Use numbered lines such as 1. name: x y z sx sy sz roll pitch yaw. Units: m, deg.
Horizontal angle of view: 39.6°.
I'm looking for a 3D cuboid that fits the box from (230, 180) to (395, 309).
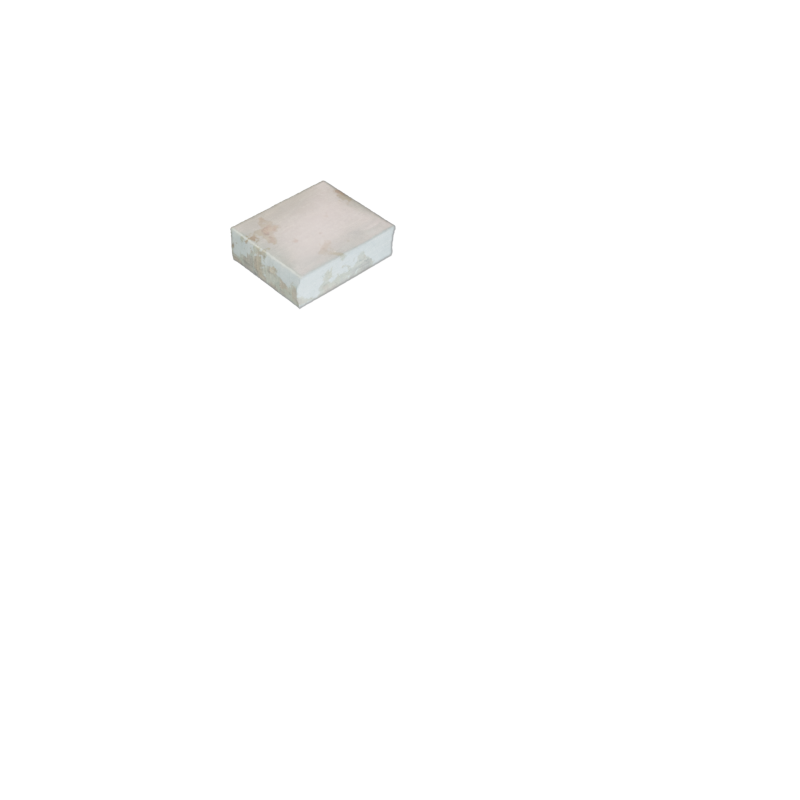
1. box: -0.074 -0.135 0.945 0.096 0.036 0.114 34 53 31
